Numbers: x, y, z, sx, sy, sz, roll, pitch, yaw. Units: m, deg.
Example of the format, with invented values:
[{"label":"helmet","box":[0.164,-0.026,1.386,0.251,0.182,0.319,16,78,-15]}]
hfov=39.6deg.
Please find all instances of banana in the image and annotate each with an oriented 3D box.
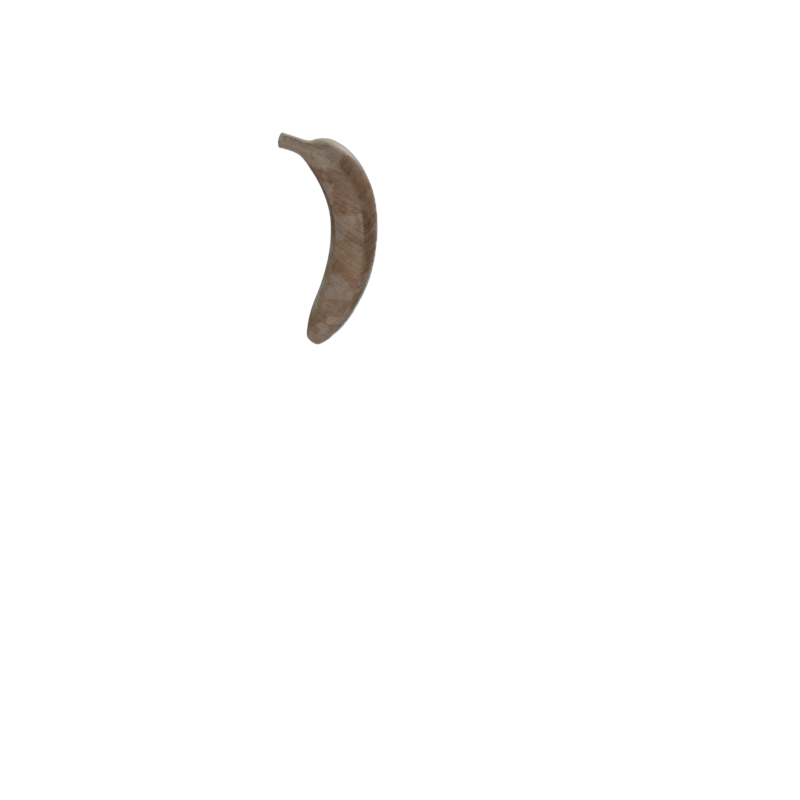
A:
[{"label":"banana","box":[-0.052,-0.132,0.889,0.070,0.185,0.039,-5,32,2]}]
